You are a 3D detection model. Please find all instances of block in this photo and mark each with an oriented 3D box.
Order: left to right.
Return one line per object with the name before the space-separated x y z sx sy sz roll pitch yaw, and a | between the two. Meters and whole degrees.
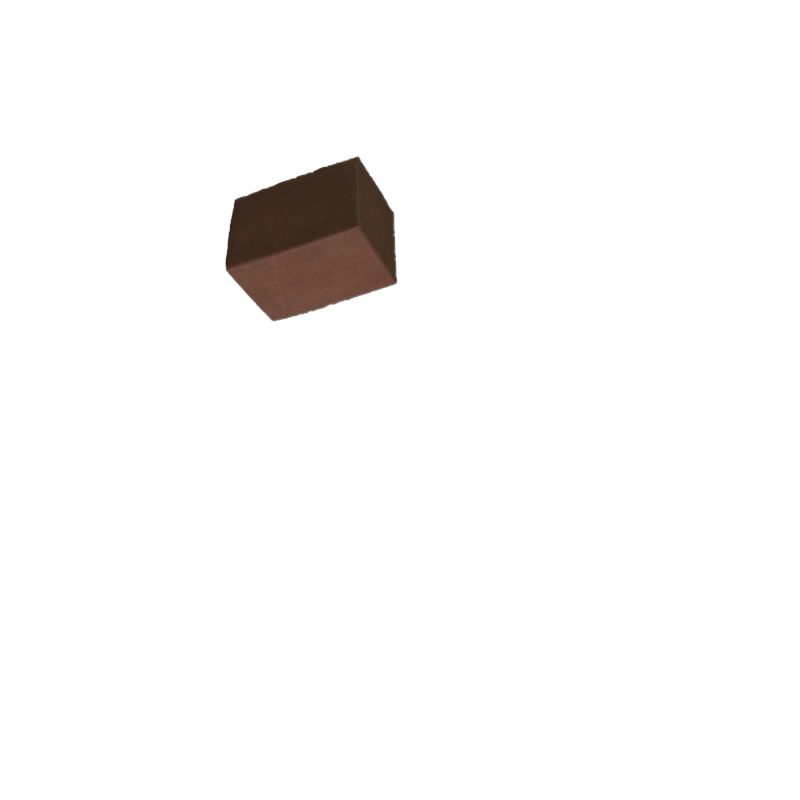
block | -0.047 -0.085 0.596 0.079 0.055 0.049 -16 -40 18
